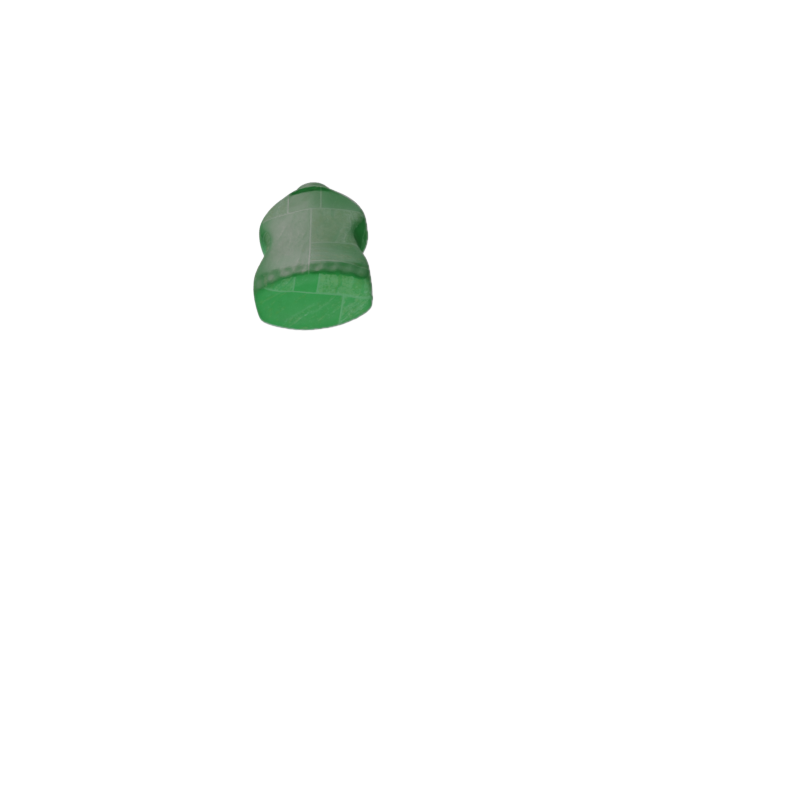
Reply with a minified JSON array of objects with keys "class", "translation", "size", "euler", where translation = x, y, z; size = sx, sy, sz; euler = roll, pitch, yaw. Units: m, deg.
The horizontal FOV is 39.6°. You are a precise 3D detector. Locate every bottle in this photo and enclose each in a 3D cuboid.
[{"class":"bottle","translation":[-0.076,-0.138,0.970],"size":[0.096,0.054,0.205],"euler":[-9,37,3]}]
